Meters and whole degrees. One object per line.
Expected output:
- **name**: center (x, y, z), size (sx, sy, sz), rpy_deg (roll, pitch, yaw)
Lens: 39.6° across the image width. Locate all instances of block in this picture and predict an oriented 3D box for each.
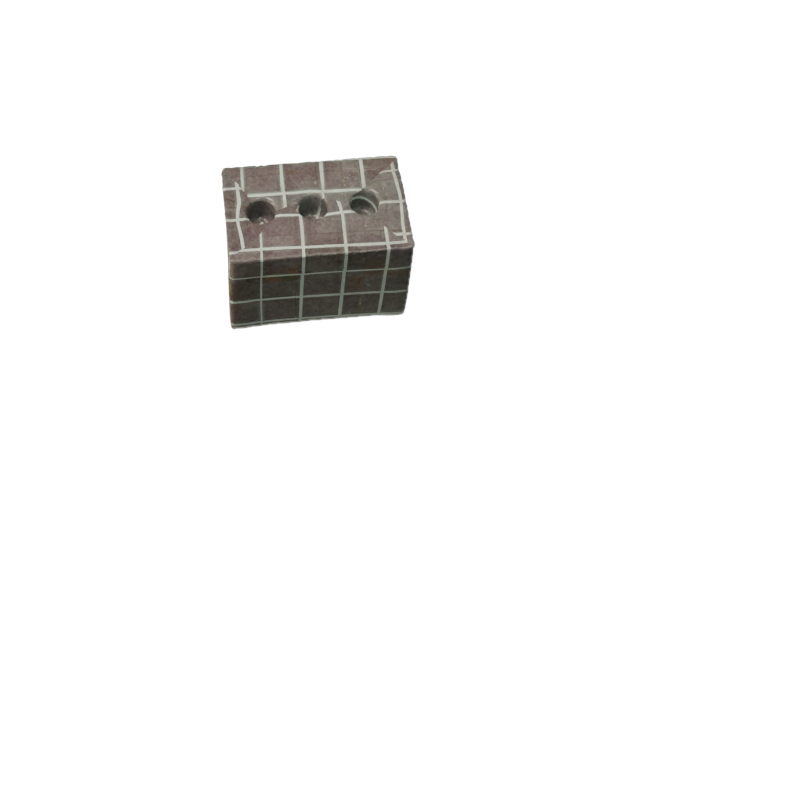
- **block**: center (-0.038, -0.069, 0.481), size (0.077, 0.057, 0.048), rpy_deg (-6, -32, -5)
